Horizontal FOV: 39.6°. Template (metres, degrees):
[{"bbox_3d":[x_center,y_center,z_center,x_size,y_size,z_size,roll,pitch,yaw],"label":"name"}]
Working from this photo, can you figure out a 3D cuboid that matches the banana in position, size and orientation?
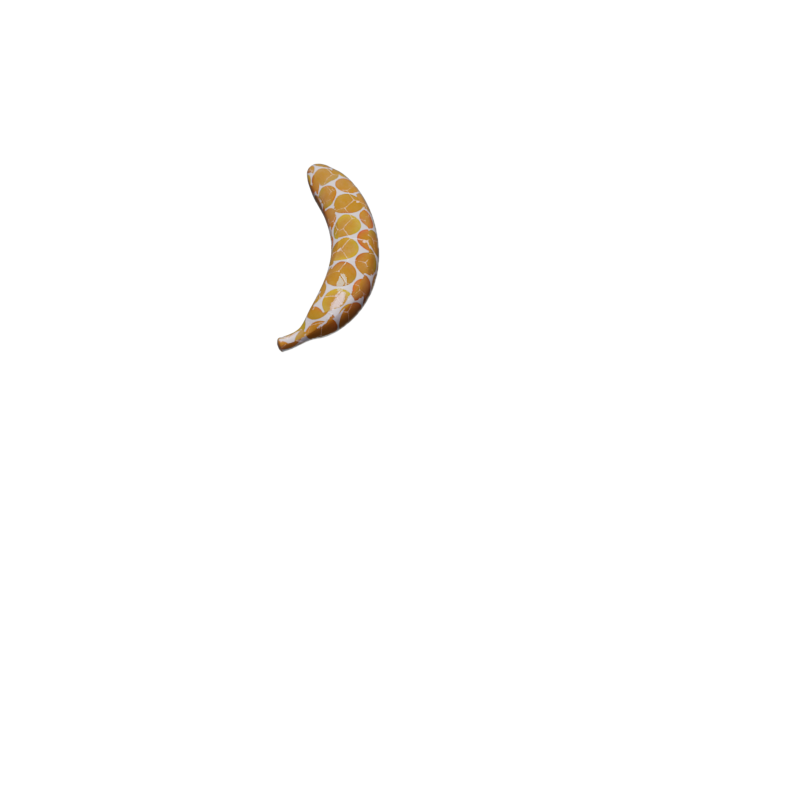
[{"bbox_3d":[-0.050,-0.120,0.871,0.070,0.211,0.034,4,-41,2],"label":"banana"}]
